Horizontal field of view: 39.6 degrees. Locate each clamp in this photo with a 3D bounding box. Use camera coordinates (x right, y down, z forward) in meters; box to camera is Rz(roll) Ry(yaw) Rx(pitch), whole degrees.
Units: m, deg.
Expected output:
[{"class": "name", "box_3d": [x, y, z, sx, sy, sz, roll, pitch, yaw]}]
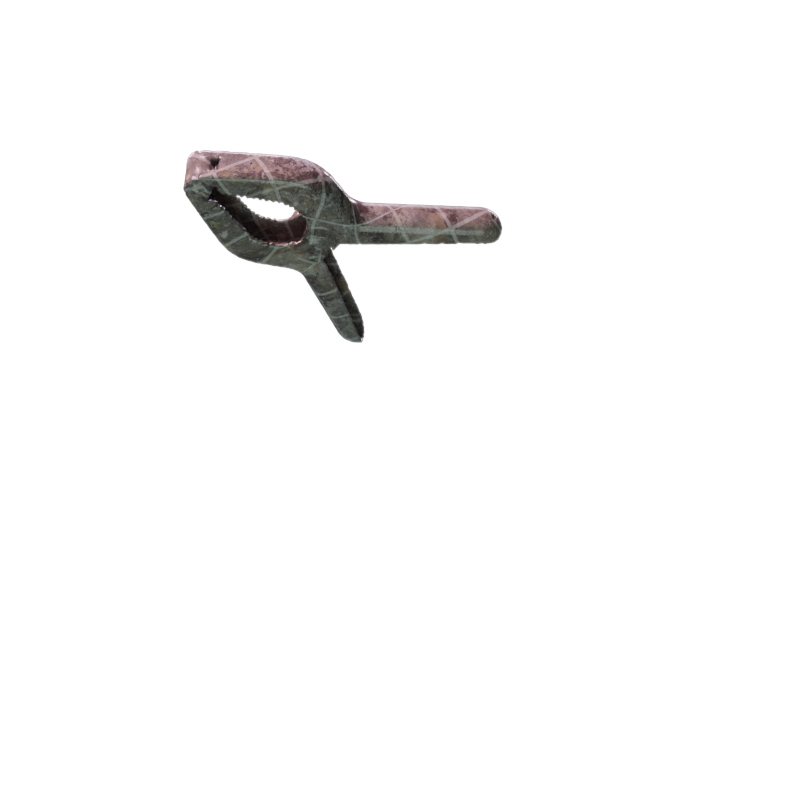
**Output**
[{"class": "clamp", "box_3d": [-0.060, -0.109, 0.764, 0.201, 0.039, 0.160, 19, -40, -24]}]
